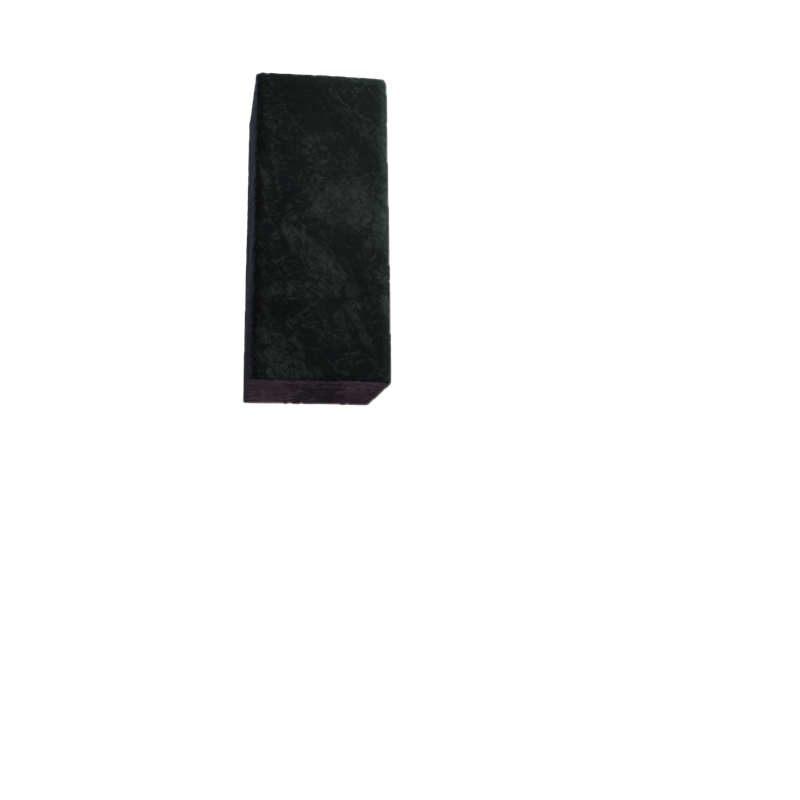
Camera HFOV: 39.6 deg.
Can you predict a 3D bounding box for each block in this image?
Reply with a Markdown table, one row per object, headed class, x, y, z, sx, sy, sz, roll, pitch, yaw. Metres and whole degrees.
| class | x | y | z | sx | sy | sz | roll | pitch | yaw |
| --- | --- | --- | --- | --- | --- | --- | --- | --- | --- |
| block | -0.058 | -0.107 | 0.749 | 0.089 | 0.214 | 0.088 | 2 | -16 | -9 |
